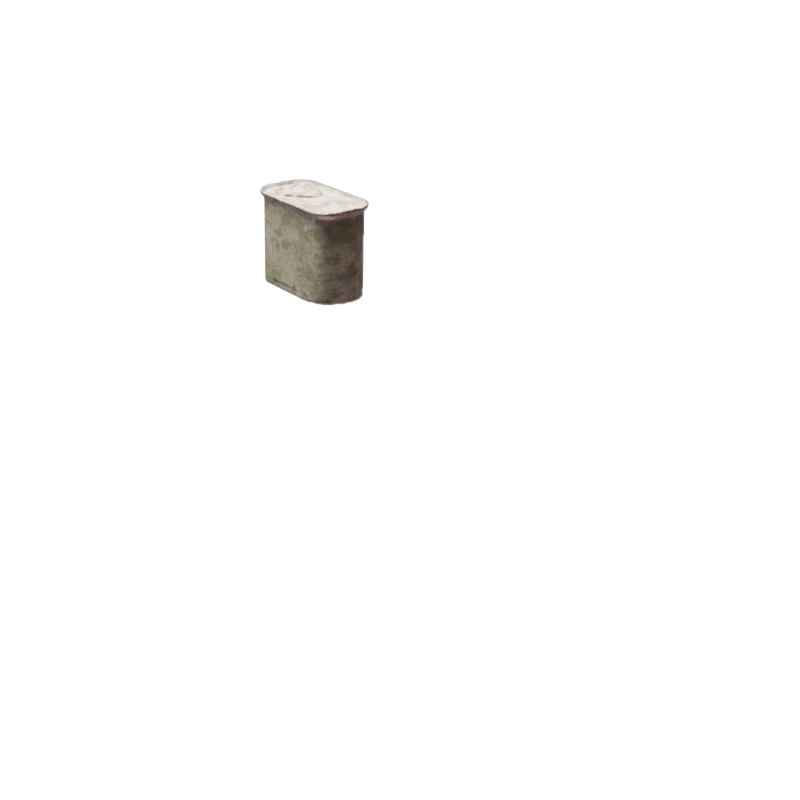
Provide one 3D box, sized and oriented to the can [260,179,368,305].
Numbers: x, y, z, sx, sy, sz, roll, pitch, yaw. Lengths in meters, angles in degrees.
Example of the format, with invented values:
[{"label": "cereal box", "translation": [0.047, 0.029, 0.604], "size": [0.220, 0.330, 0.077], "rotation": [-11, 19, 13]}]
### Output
[{"label": "can", "translation": [-0.074, -0.135, 0.947], "size": [0.056, 0.080, 0.109], "rotation": [-16, 29, -36]}]
